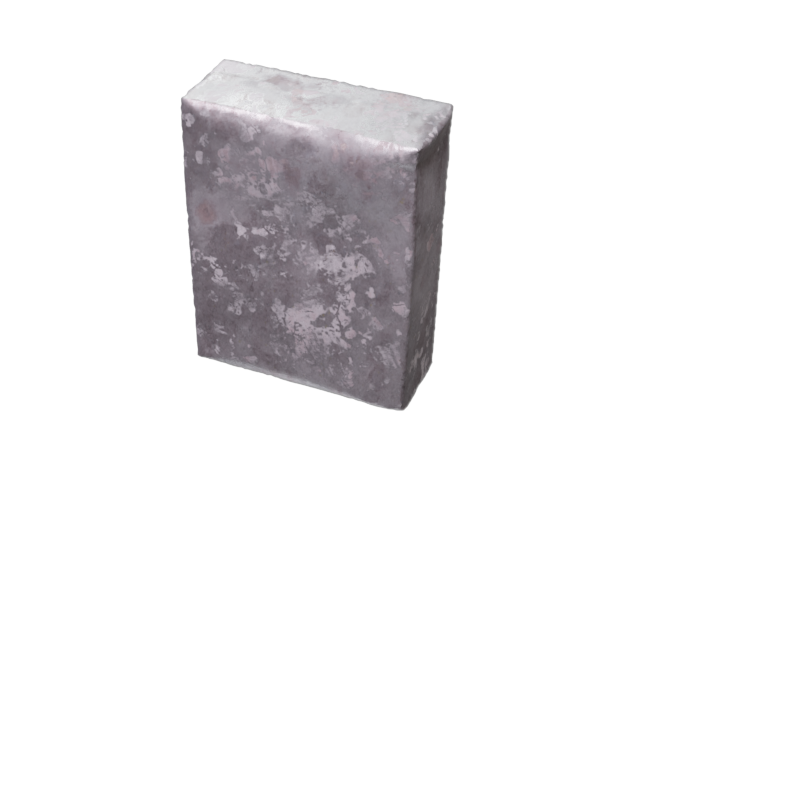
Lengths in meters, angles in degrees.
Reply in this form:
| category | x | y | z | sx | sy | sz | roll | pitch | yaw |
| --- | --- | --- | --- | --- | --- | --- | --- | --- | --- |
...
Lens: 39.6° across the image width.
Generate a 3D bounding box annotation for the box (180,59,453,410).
| category | x | y | z | sx | sy | sz | roll | pitch | yaw |
| --- | --- | --- | --- | --- | --- | --- | --- | --- | --- |
| box | -0.059 | -0.107 | 0.749 | 0.170 | 0.200 | 0.074 | 16 | 40 | 17 |
